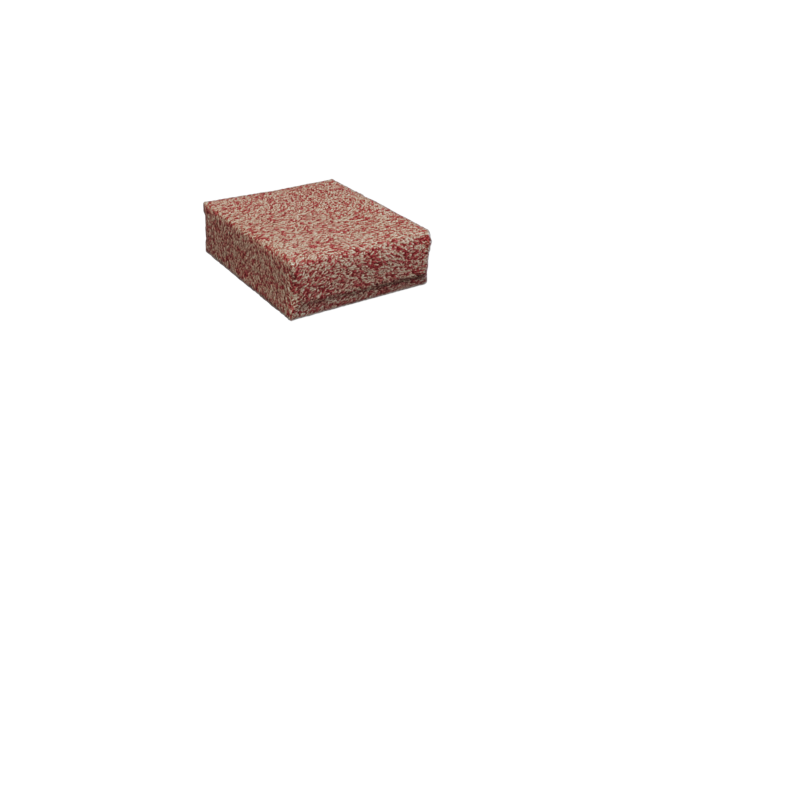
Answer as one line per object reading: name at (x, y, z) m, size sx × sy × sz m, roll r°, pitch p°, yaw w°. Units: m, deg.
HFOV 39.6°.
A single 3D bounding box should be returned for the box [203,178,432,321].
box at (-0.040, -0.074, 0.516) m, size 0.072 × 0.029 × 0.096 m, roll -16°, pitch 32°, yaw -28°
